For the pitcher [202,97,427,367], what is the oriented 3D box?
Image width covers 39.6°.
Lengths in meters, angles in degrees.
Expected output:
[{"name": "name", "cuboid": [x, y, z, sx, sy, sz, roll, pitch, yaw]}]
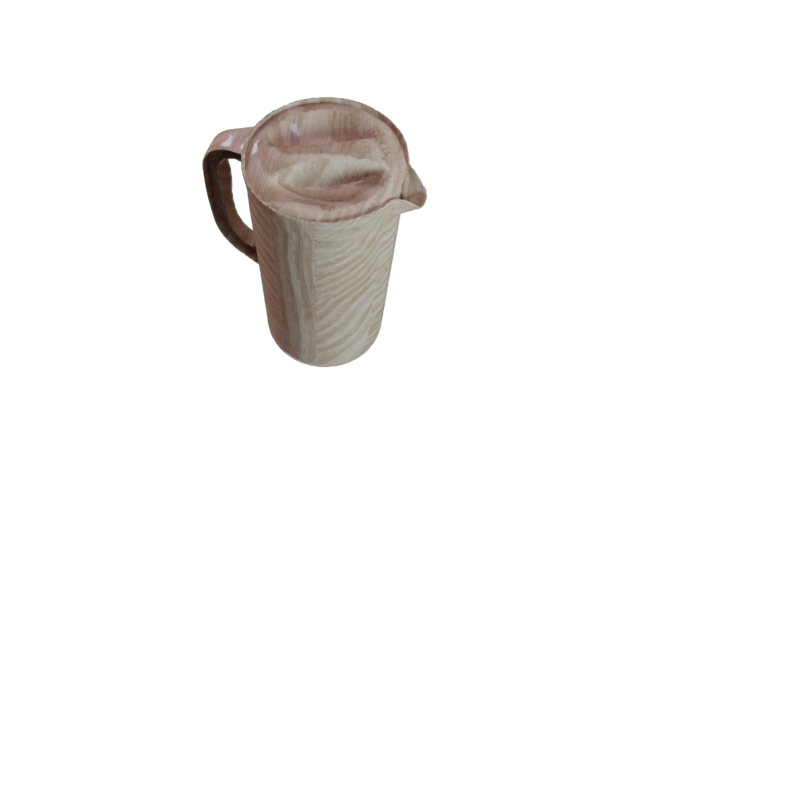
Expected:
[{"name": "pitcher", "cuboid": [-0.075, -0.137, 0.959, 0.144, 0.160, 0.227, -22, -29, -17]}]
